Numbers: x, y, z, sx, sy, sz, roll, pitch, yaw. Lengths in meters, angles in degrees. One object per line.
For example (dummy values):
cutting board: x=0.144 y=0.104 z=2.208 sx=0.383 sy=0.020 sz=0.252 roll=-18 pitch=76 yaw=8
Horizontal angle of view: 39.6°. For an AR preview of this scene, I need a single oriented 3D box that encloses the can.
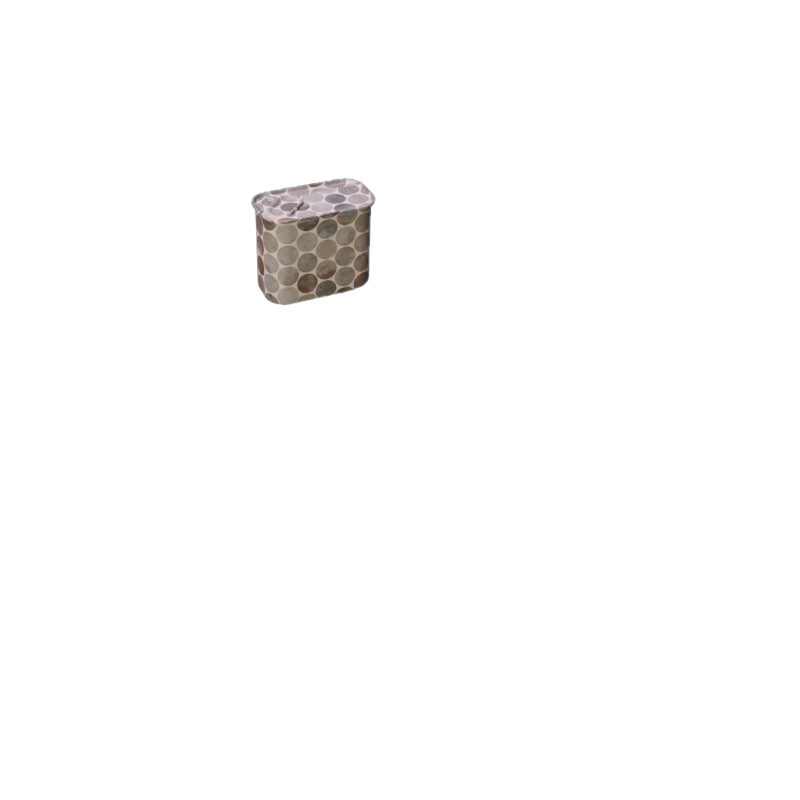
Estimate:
can: x=-0.075 y=-0.136 z=0.952 sx=0.100 sy=0.079 sz=0.062 roll=-13 pitch=36 yaw=-20
